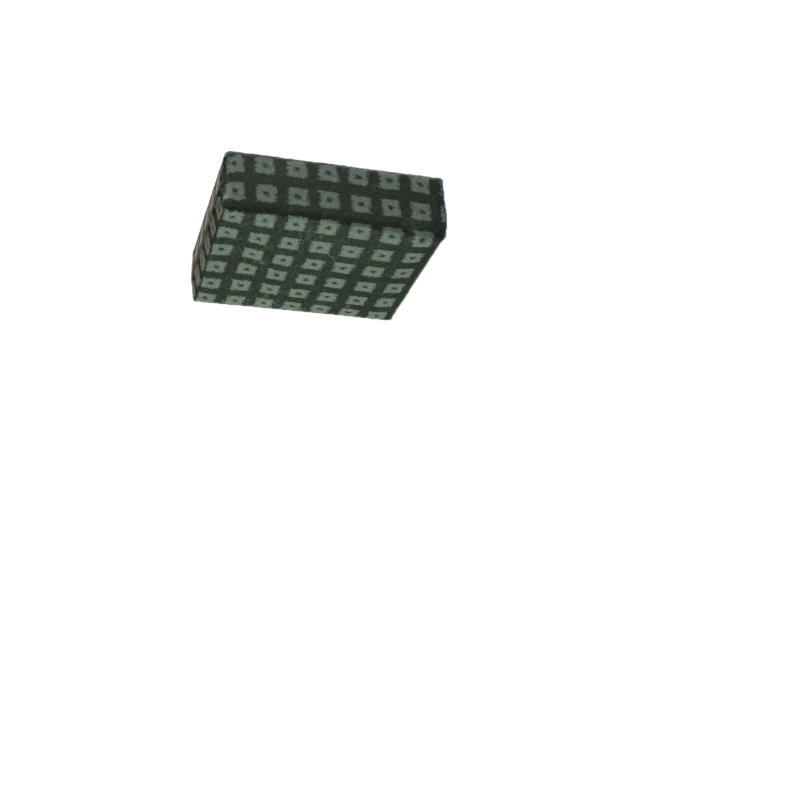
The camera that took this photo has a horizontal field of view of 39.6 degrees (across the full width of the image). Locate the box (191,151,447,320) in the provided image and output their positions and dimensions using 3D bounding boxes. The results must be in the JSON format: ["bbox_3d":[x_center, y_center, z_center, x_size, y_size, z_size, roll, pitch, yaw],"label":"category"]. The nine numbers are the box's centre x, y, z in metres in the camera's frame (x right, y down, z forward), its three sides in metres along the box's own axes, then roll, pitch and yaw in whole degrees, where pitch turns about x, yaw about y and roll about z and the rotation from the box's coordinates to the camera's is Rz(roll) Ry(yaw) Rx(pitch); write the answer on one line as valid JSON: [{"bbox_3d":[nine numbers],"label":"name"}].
[{"bbox_3d":[-0.044,-0.080,0.561,0.111,0.041,0.086,7,-28,-15],"label":"box"}]
